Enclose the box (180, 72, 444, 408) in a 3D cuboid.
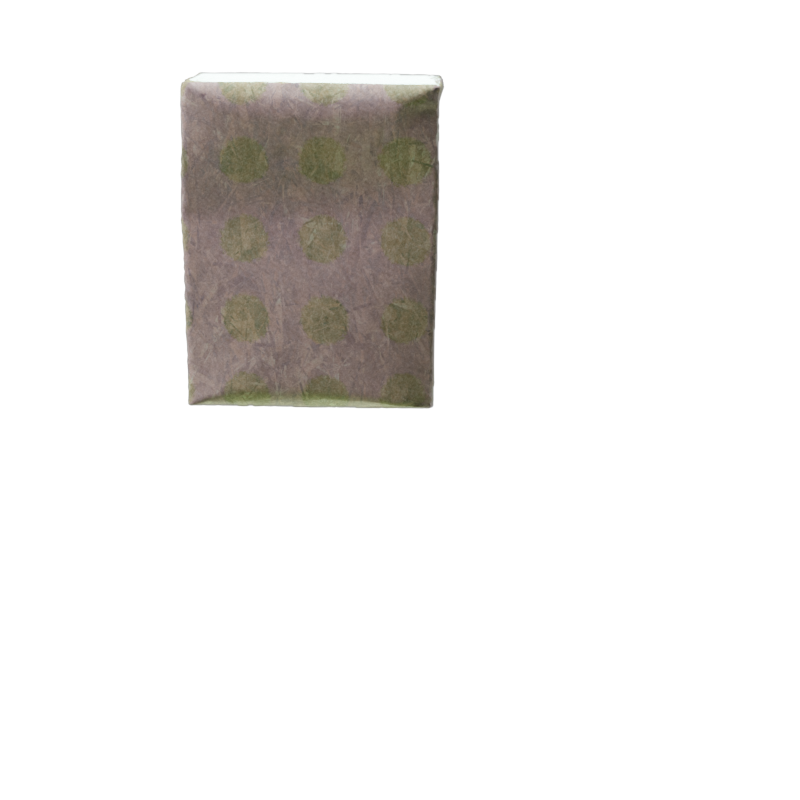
[{"bbox_3d":[-0.057,-0.103,0.723,0.165,0.207,0.074,2,15,4],"label":"box"}]
